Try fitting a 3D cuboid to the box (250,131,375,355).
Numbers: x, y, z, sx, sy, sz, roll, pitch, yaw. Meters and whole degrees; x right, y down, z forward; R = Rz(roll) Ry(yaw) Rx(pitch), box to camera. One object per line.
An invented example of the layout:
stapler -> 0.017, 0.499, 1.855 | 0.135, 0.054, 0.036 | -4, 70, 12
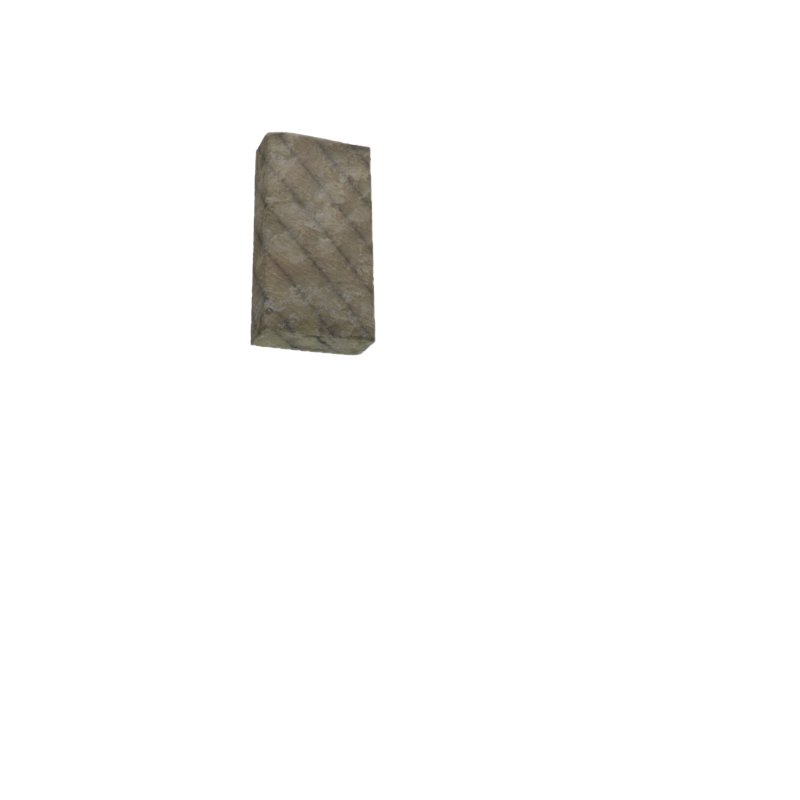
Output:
box -> -0.070, -0.127, 0.891 | 0.091, 0.185, 0.047 | 6, -23, -18
